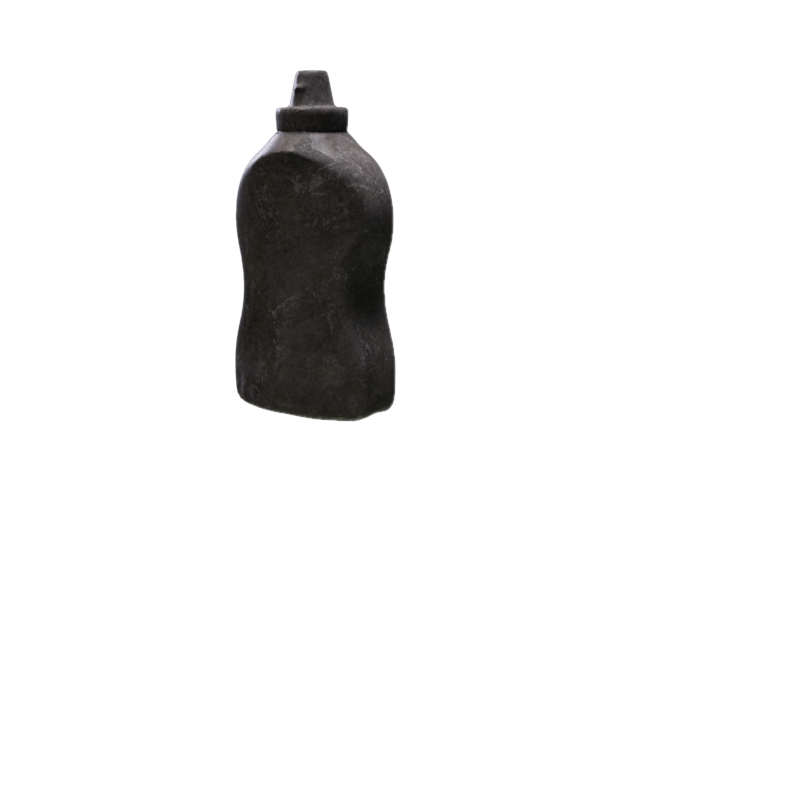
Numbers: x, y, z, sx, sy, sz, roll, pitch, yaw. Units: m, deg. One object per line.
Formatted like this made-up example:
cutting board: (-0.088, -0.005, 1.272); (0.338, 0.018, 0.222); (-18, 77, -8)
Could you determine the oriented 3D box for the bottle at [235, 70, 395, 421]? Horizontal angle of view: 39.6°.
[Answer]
bottle: (-0.049, -0.090, 0.628); (0.100, 0.189, 0.057); (6, 8, 36)
